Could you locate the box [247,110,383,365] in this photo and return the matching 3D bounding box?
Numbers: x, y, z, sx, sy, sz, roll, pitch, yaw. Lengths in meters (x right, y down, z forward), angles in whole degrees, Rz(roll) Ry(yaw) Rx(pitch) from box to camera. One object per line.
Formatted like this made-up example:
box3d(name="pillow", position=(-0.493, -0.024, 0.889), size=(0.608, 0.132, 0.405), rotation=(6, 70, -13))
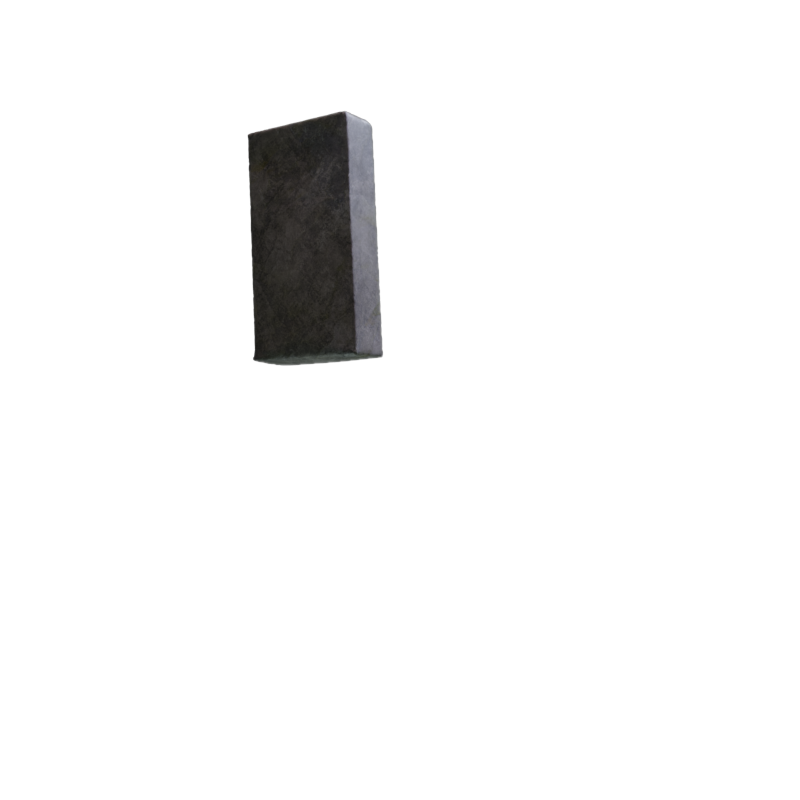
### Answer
box3d(name="box", position=(-0.064, -0.117, 0.818), size=(0.096, 0.181, 0.045), rotation=(-7, -13, 33))
